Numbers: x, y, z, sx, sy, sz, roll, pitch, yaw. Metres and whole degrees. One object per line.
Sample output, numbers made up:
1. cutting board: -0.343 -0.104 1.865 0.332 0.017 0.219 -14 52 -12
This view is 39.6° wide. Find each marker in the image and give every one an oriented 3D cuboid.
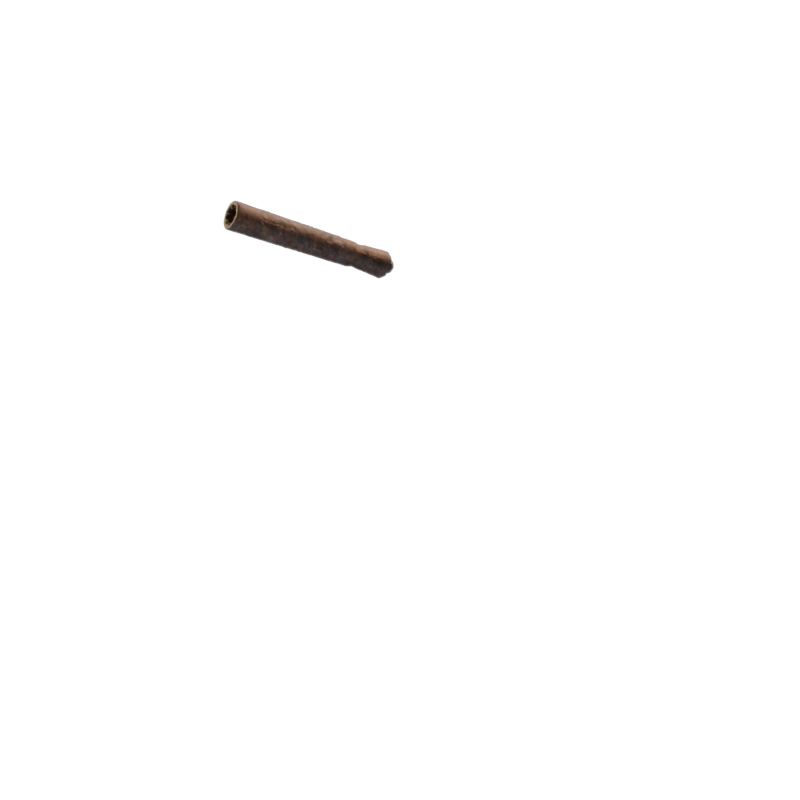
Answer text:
1. marker: -0.056 -0.101 0.709 0.115 0.020 0.020 15 -4 -29
